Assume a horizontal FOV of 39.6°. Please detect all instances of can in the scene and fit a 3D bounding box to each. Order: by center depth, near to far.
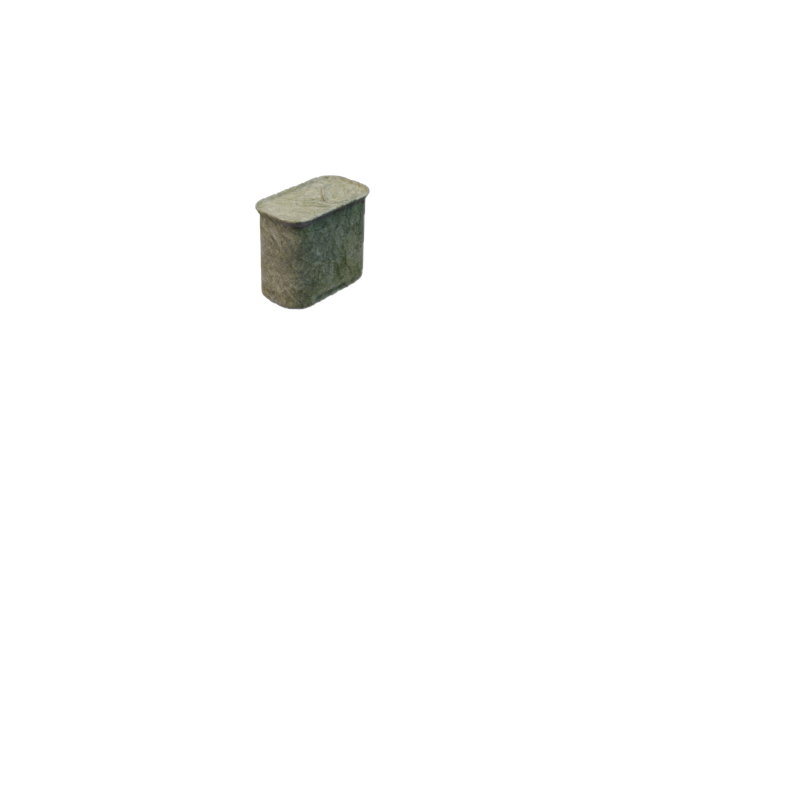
[{"bbox_3d":[-0.074,-0.134,0.941,0.061,0.079,0.102,22,36,33],"label":"can"}]
